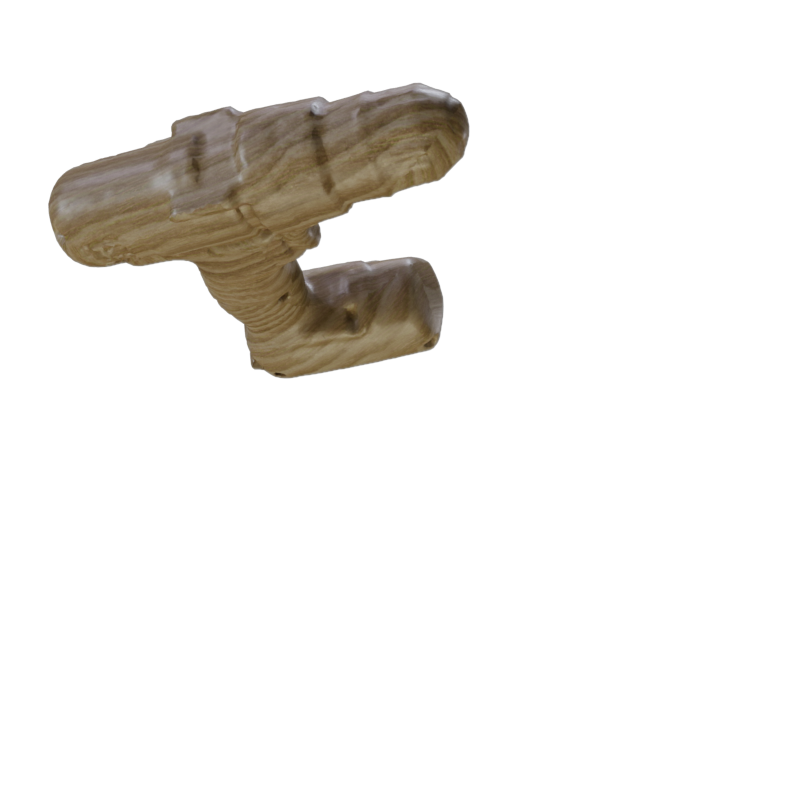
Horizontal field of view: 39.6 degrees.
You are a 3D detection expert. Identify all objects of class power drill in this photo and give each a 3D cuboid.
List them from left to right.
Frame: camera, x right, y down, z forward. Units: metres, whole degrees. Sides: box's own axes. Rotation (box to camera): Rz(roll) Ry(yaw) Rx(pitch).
[{"bbox_3d":[-0.040,-0.074,0.517,0.187,0.061,0.174,-8,-24,18],"label":"power drill"}]
